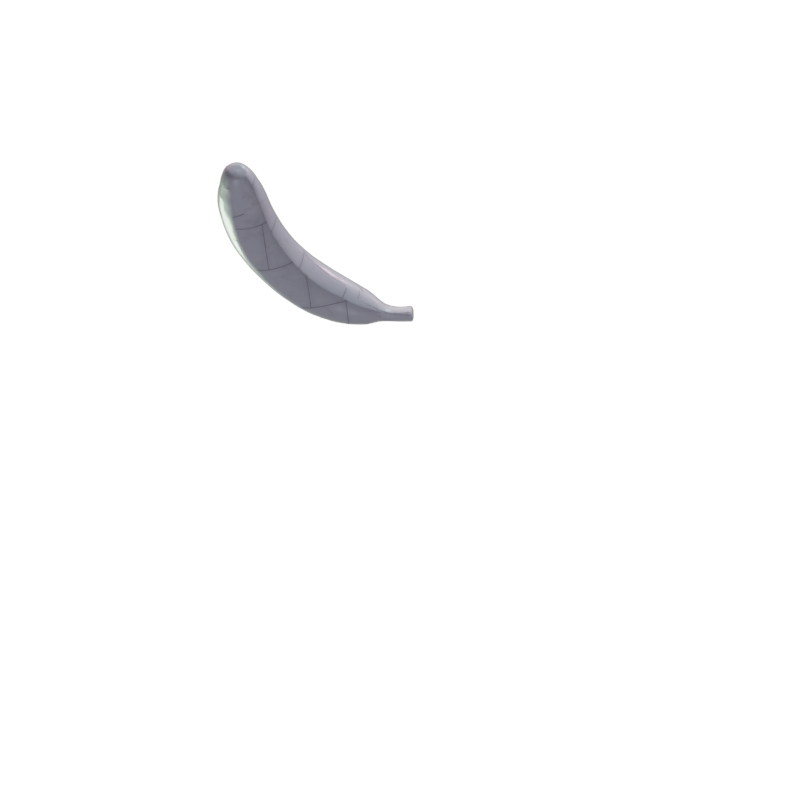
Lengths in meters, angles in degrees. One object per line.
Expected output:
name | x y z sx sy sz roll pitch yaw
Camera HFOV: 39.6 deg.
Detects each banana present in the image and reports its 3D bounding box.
banana | -0.073 -0.102 0.782 0.070 0.039 0.184 -26 -43 30
